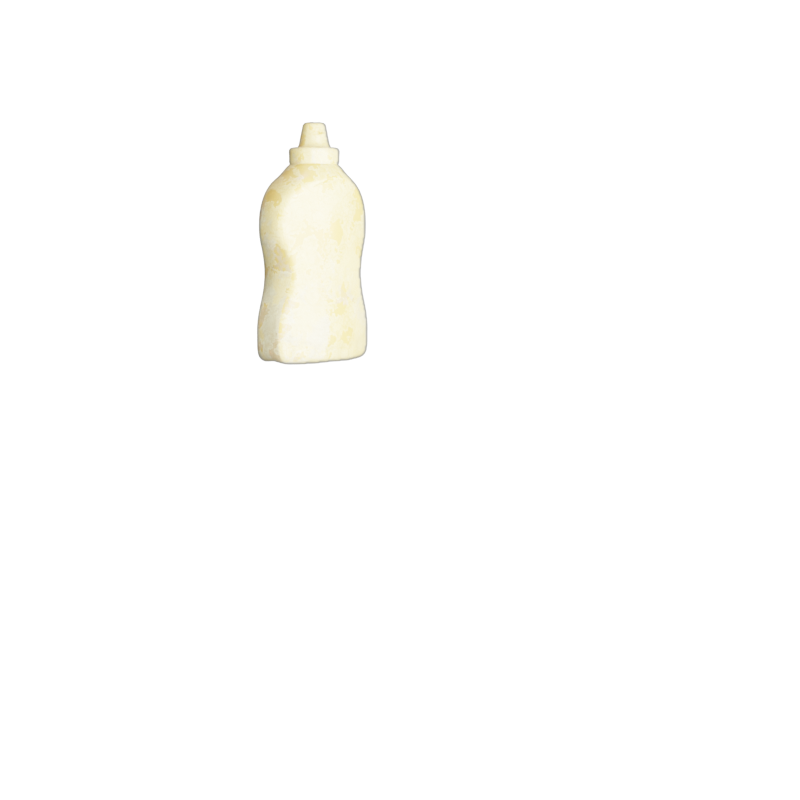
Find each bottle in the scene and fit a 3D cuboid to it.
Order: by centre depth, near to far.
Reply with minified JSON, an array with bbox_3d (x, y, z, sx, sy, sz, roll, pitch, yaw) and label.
[{"bbox_3d":[-0.070,-0.128,0.898,0.092,0.191,0.061,-2,2,-40],"label":"bottle"}]
